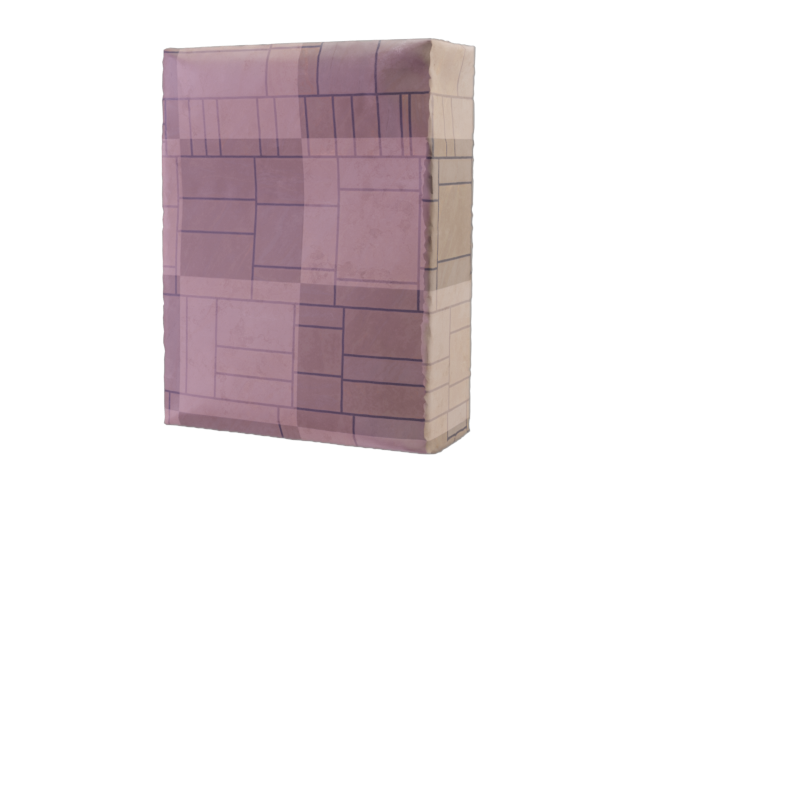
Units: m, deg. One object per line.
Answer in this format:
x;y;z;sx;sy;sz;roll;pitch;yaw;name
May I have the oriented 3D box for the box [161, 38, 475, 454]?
-0.048;-0.087;0.607;0.170;0.211;0.070;4;7;25;box
